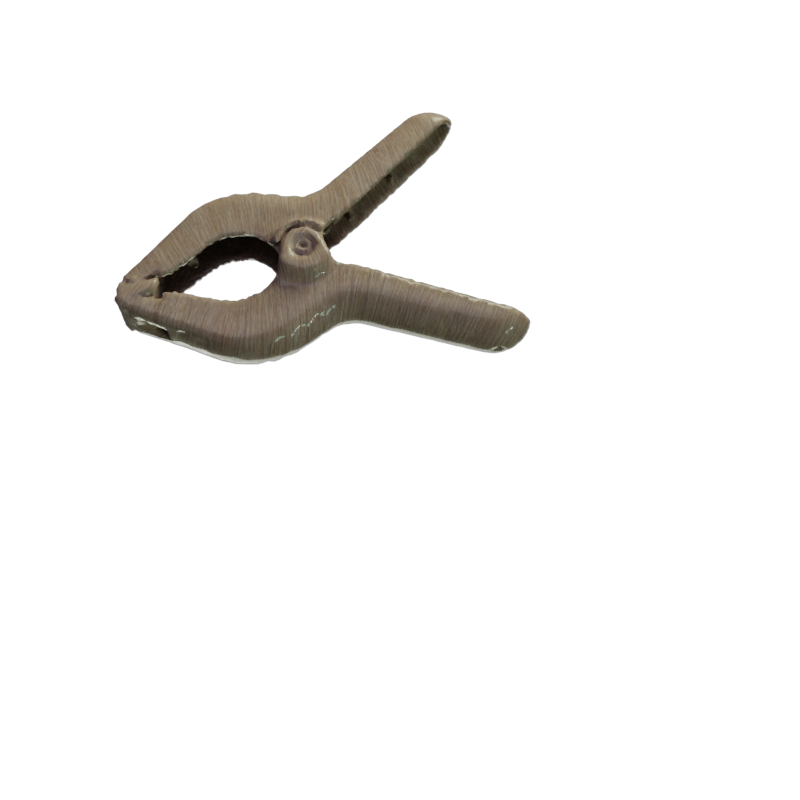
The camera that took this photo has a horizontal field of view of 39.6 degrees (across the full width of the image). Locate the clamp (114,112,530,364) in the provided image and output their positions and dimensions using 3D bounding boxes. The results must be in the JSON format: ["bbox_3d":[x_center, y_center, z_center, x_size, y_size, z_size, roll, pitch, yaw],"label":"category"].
[{"bbox_3d":[-0.038,-0.069,0.486,0.171,0.129,0.037,-5,-33,-4],"label":"clamp"}]
